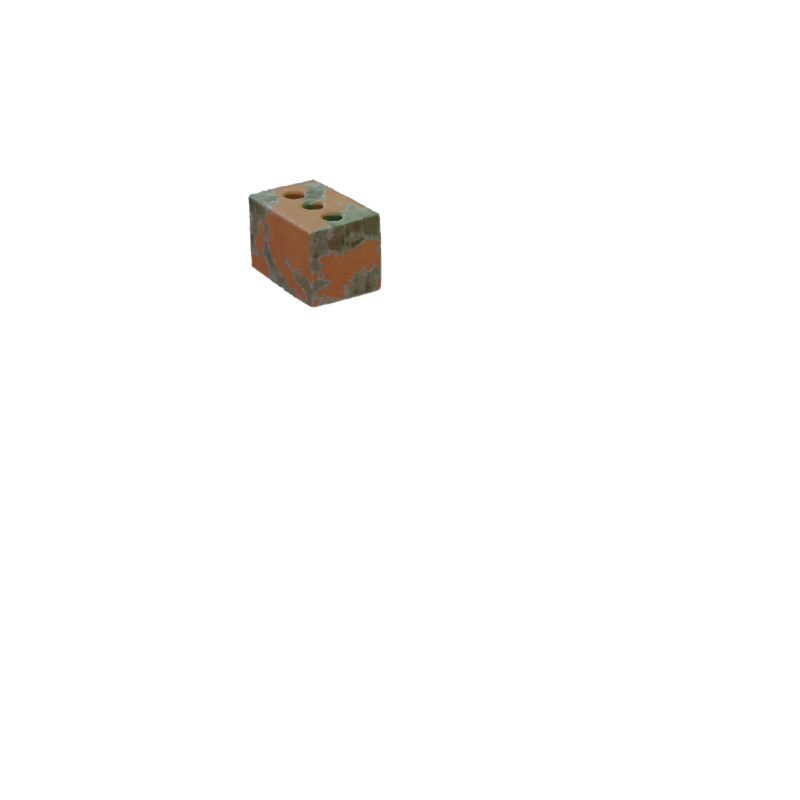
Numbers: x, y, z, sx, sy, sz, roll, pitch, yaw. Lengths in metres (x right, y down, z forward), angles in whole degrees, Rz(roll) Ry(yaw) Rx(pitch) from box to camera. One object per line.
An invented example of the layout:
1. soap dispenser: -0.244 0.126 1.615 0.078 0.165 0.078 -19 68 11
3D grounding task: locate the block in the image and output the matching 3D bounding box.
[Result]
1. block: -0.055 -0.100 0.700 0.052 0.048 0.084 -17 33 -31
